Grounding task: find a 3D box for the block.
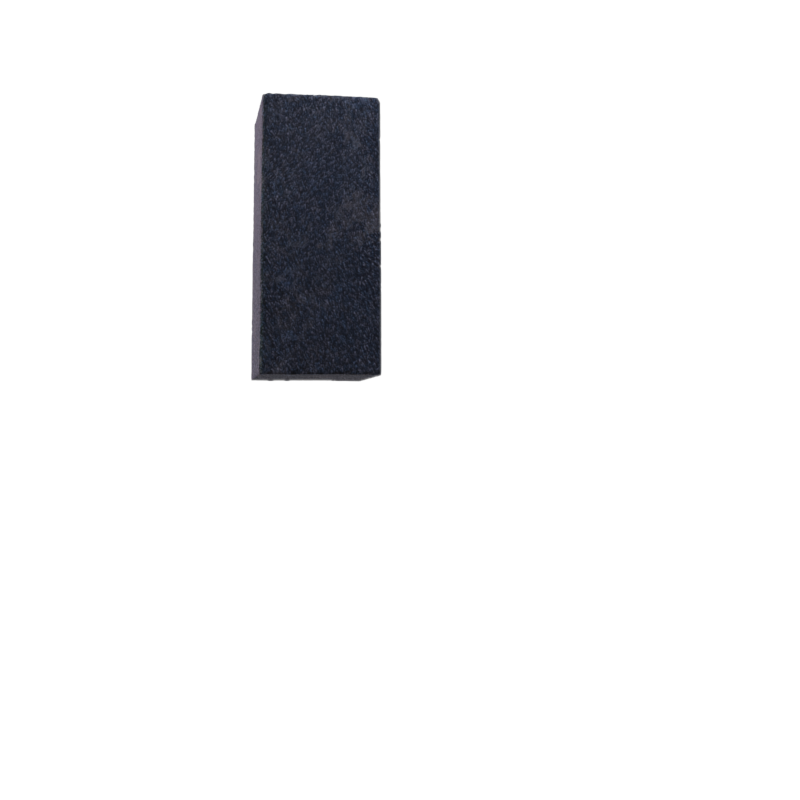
[{"bbox_3d":[-0.065,-0.120,0.843,0.089,0.211,0.090,1,-9,-10],"label":"block"}]
